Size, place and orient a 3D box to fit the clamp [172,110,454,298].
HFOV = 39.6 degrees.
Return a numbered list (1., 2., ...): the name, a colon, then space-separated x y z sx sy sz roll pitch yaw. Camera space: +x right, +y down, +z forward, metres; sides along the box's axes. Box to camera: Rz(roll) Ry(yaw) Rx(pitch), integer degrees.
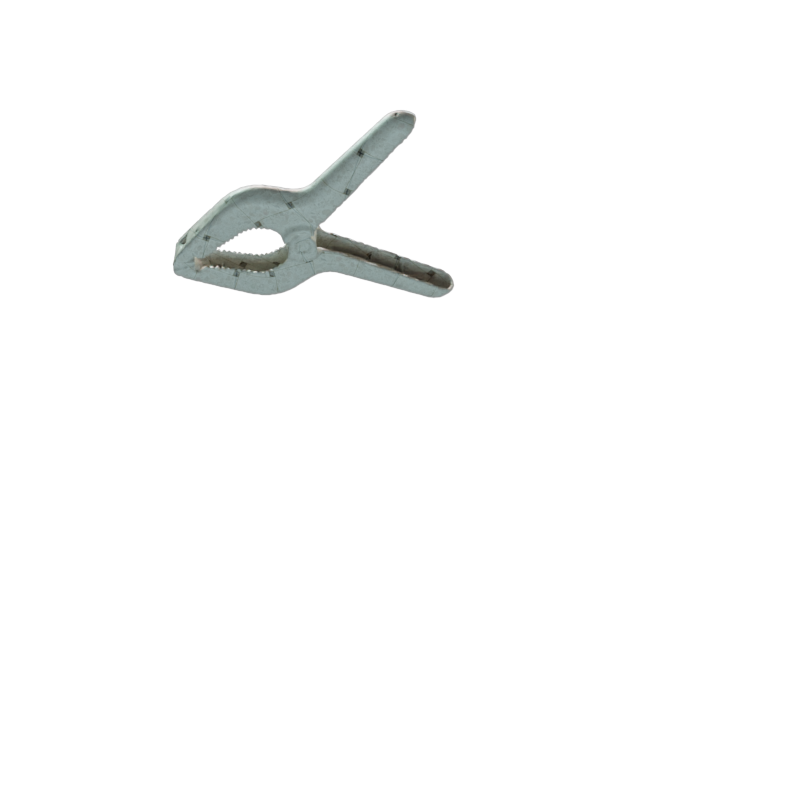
1. clamp: -0.065 -0.119 0.834 0.211 0.152 0.039 -16 37 12
